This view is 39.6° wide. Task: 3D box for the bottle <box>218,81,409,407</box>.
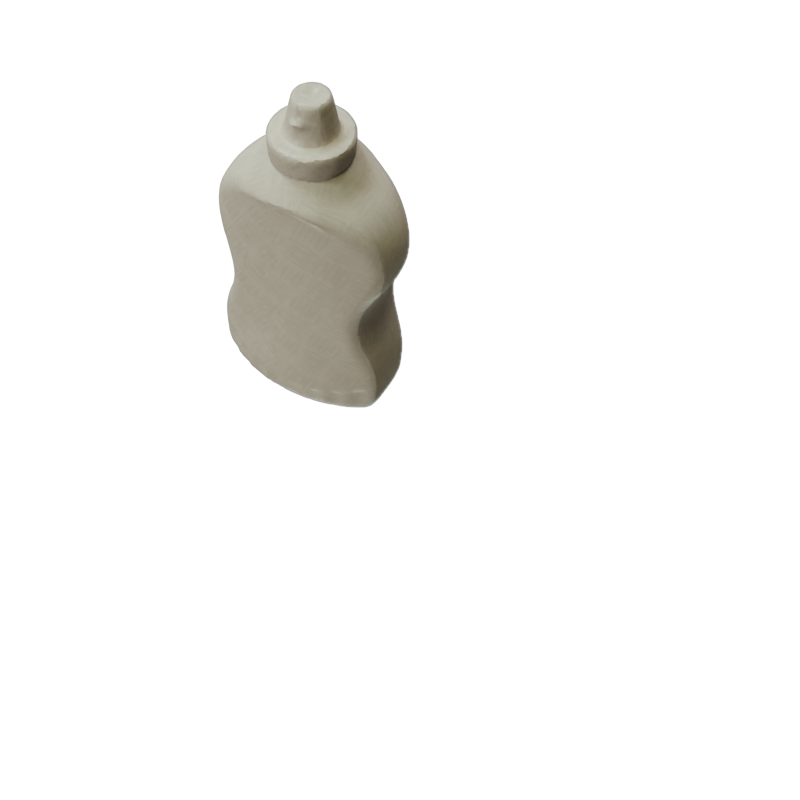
[{"bbox_3d":[-0.043,-0.078,0.545,0.100,0.060,0.179,29,-34,18],"label":"bottle"}]
